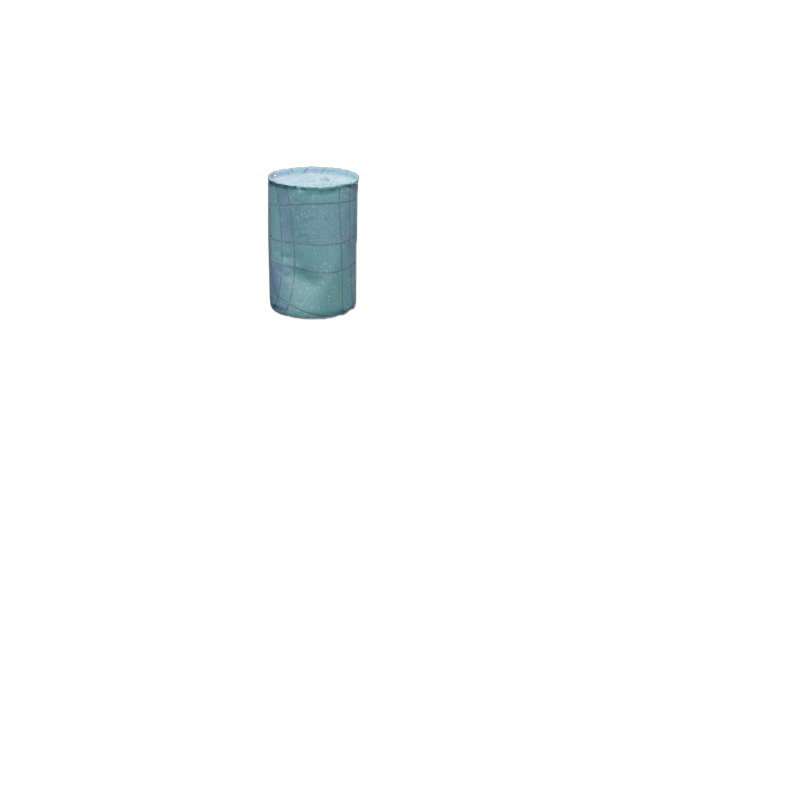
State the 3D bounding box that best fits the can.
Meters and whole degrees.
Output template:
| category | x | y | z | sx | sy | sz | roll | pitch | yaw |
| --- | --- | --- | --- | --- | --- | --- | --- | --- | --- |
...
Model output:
| category | x | y | z | sx | sy | sz | roll | pitch | yaw |
| --- | --- | --- | --- | --- | --- | --- | --- | --- | --- |
| can | -0.065 | -0.119 | 0.833 | 0.068 | 0.098 | 0.071 | 0 | 18 | -2 |
